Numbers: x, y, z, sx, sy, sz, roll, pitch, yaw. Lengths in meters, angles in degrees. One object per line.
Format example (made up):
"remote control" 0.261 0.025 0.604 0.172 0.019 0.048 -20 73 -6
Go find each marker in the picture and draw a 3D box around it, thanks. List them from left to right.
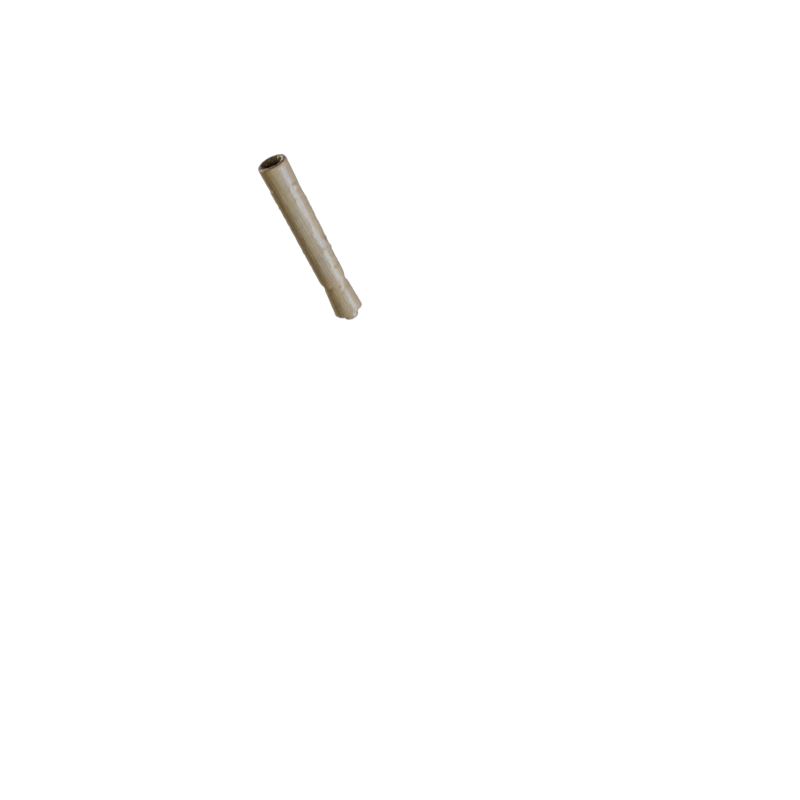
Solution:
"marker" -0.054 -0.099 0.693 0.020 0.113 0.021 -22 29 11
